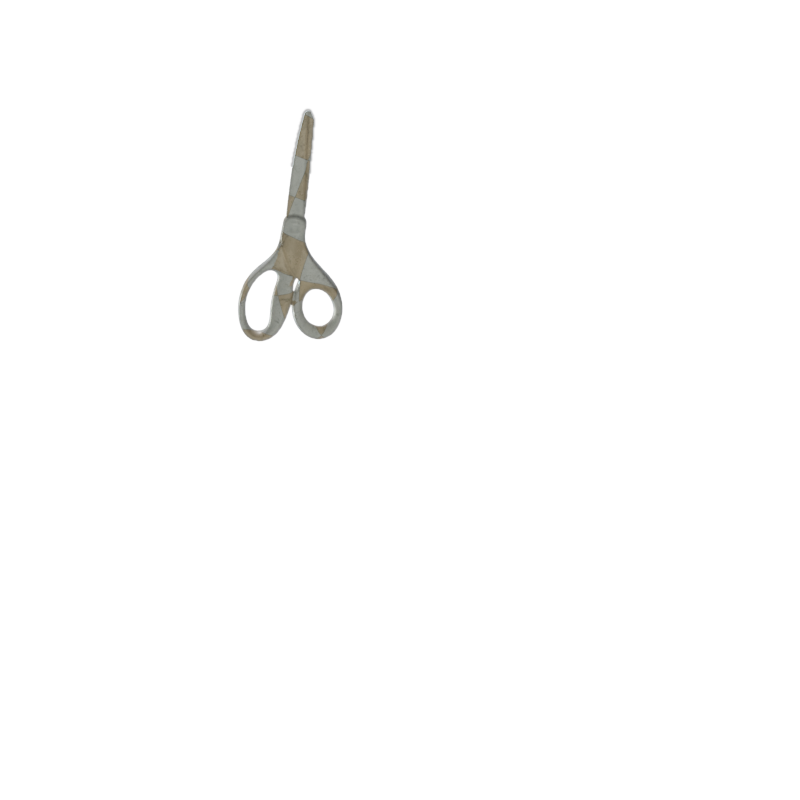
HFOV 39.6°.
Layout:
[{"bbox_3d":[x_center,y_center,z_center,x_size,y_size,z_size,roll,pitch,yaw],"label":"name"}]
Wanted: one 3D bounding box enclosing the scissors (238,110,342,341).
[{"bbox_3d":[-0.071,-0.130,0.911,0.094,0.195,0.017,23,21,-9],"label":"scissors"}]
